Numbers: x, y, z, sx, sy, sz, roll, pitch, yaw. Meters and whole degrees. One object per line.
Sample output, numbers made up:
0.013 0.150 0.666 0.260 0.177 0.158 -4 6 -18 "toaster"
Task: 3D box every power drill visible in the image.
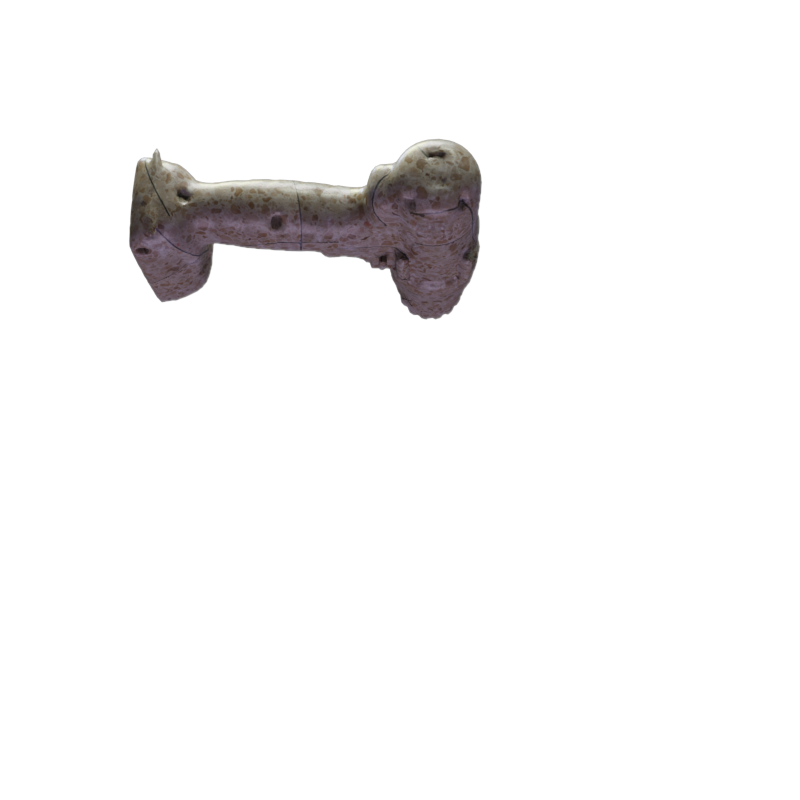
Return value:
-0.049 -0.090 0.627 0.188 0.060 0.175 -1 -18 2 "power drill"
